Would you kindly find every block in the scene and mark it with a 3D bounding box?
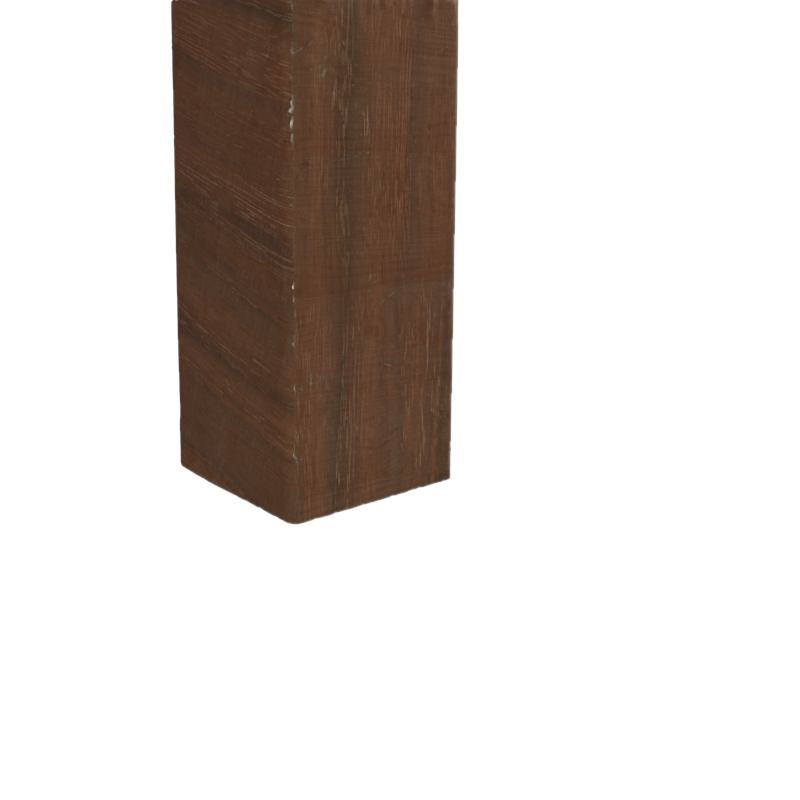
[{"bbox_3d":[-0.037,-0.068,0.476,0.088,0.202,0.095,-8,13,-39],"label":"block"}]
